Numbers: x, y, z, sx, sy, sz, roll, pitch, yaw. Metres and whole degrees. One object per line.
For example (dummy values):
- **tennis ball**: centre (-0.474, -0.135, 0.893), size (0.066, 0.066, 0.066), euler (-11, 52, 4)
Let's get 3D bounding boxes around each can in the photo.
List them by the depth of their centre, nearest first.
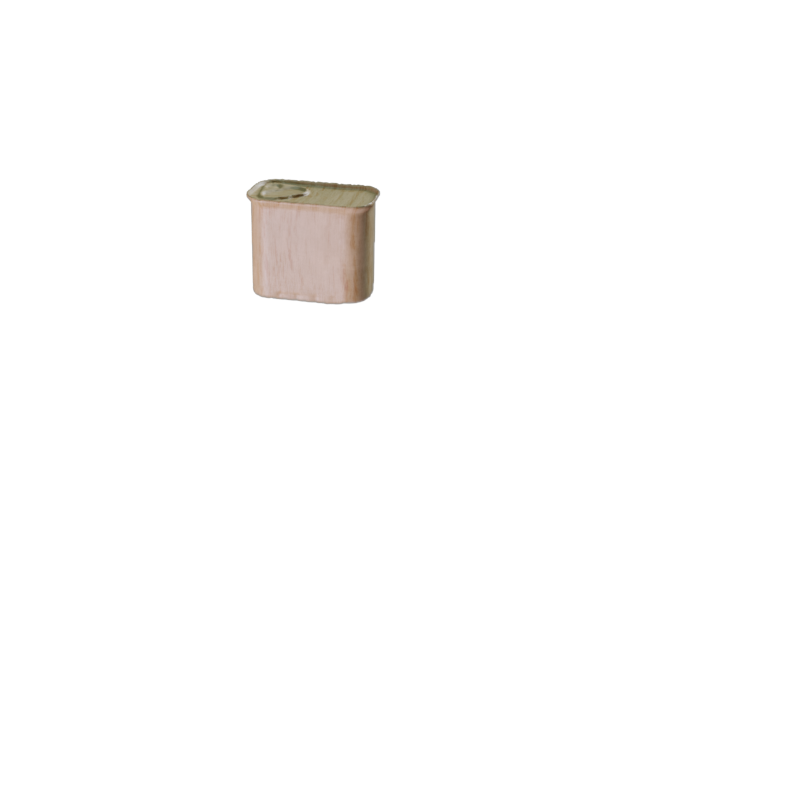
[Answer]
- **can**: centre (-0.069, -0.126, 0.880), size (0.104, 0.080, 0.059), euler (7, 24, 12)
